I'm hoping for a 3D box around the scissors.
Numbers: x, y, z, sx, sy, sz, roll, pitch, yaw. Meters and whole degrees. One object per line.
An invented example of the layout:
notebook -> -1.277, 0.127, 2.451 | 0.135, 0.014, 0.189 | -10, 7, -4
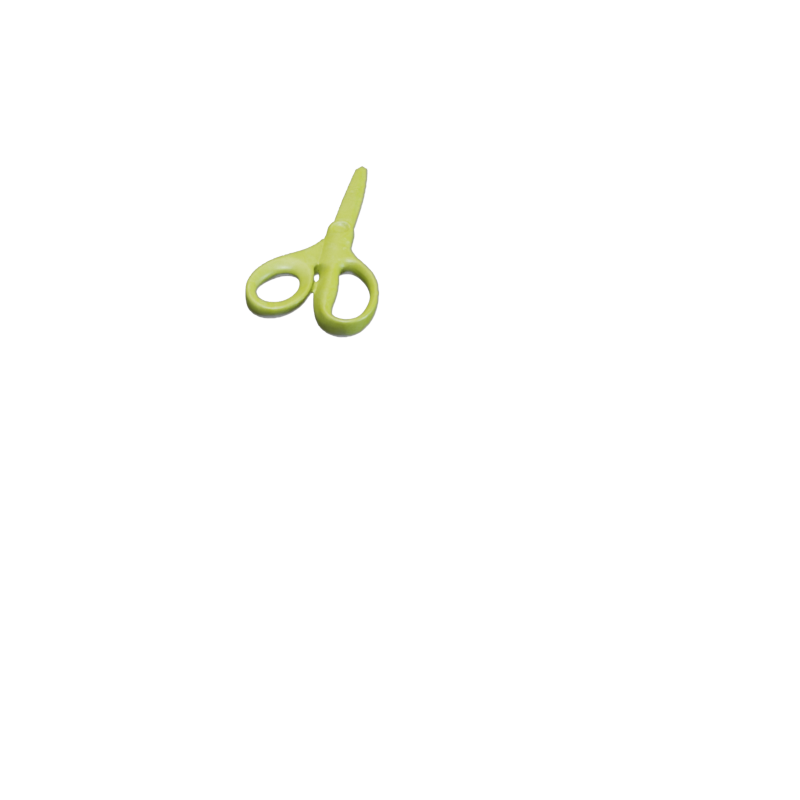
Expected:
scissors -> -0.061, -0.111, 0.775 | 0.096, 0.015, 0.217 | -4, 39, -5
